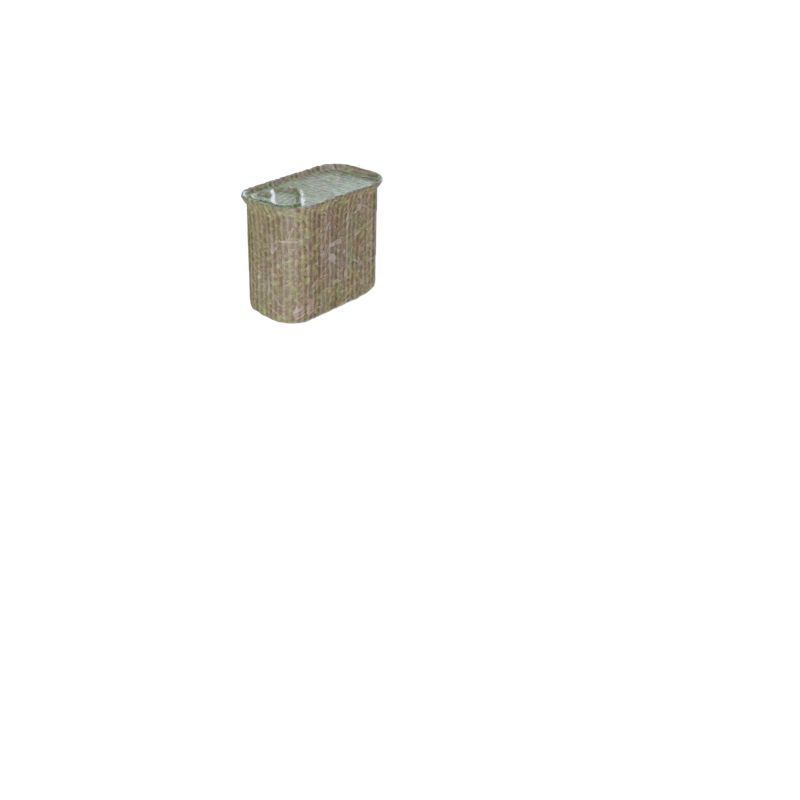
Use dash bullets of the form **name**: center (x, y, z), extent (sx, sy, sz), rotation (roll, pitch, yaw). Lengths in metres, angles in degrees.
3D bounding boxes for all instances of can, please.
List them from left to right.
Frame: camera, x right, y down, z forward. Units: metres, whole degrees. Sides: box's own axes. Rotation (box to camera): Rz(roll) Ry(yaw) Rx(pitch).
- **can**: center (-0.060, -0.109, 0.767), extent (0.061, 0.080, 0.101), rotation (20, 32, 36)
